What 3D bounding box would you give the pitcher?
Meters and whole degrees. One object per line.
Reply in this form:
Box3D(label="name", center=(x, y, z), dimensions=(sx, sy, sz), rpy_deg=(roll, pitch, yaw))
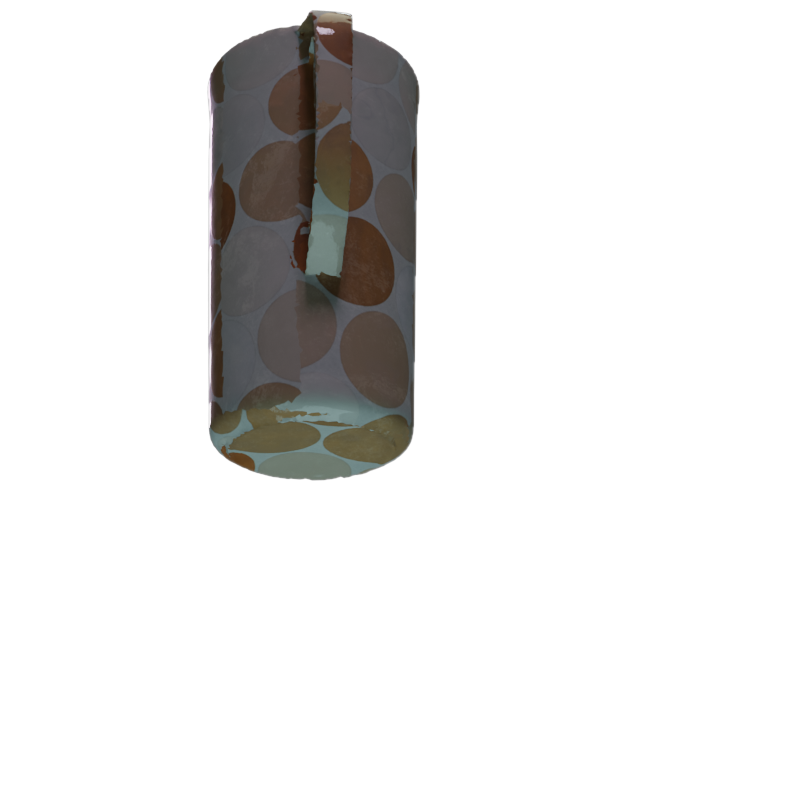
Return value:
Box3D(label="pitcher", center=(-0.049, -0.090, 0.630), dimensions=(0.146, 0.258, 0.139), rpy_deg=(-20, -33, 30))
